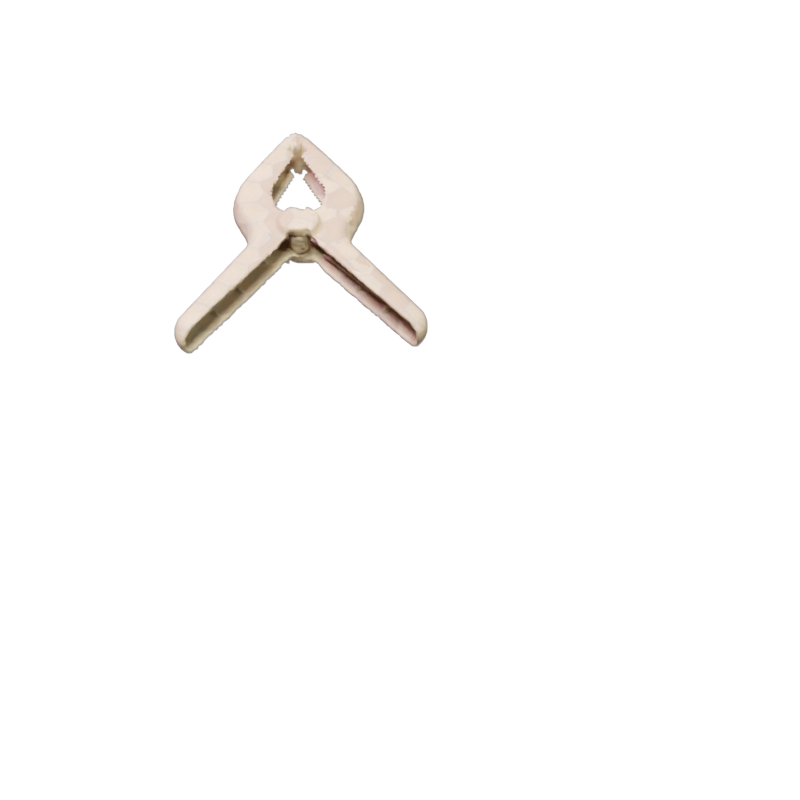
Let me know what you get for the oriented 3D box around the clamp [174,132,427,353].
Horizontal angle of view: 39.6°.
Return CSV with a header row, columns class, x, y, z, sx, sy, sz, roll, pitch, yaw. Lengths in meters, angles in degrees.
class,x,y,z,sx,sy,sz,roll,pitch,yaw
clamp,-0.061,-0.112,0.784,0.165,0.224,0.034,3,-42,2
